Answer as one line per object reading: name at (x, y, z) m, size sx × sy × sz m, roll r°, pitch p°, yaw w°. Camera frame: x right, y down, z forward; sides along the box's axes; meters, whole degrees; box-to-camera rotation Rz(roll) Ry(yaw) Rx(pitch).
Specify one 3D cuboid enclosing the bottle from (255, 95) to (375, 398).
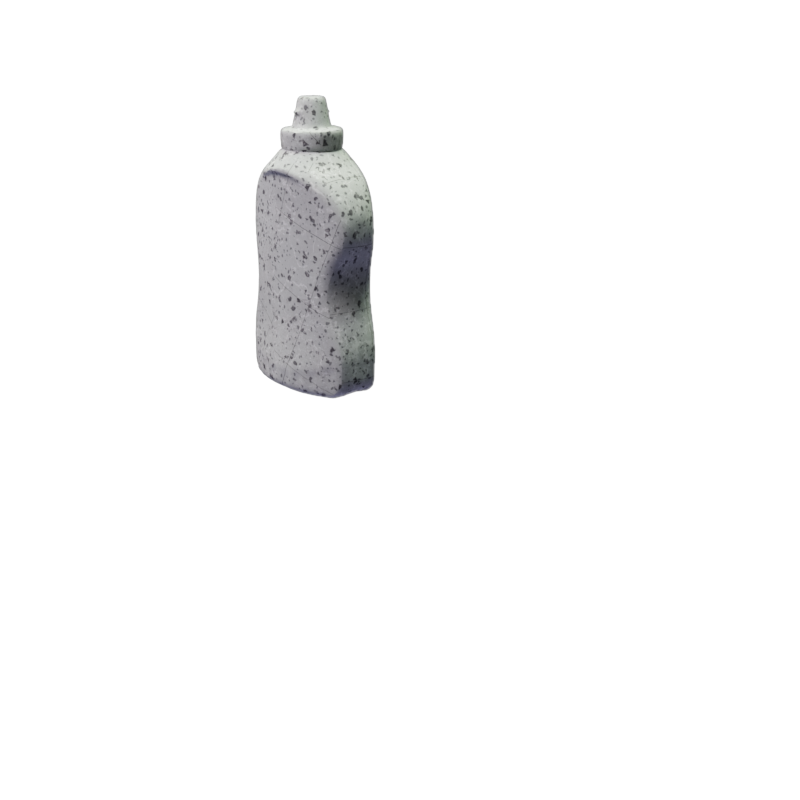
bottle at (-0.058, -0.105, 0.733) m, size 0.057 × 0.186 × 0.102 m, roll -9°, pitch 17°, yaw -37°
